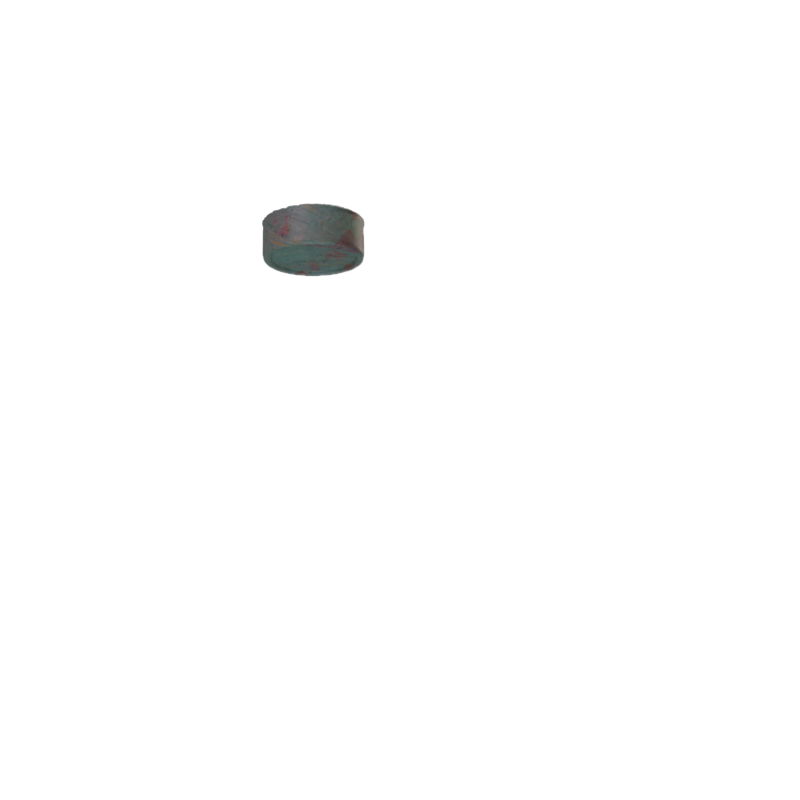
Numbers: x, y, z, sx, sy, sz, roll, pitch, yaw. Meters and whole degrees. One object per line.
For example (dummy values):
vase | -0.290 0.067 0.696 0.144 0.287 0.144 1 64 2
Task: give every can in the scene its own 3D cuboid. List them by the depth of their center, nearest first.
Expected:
can | -0.072 -0.132 0.922 0.086 0.035 0.083 0 -14 -2
